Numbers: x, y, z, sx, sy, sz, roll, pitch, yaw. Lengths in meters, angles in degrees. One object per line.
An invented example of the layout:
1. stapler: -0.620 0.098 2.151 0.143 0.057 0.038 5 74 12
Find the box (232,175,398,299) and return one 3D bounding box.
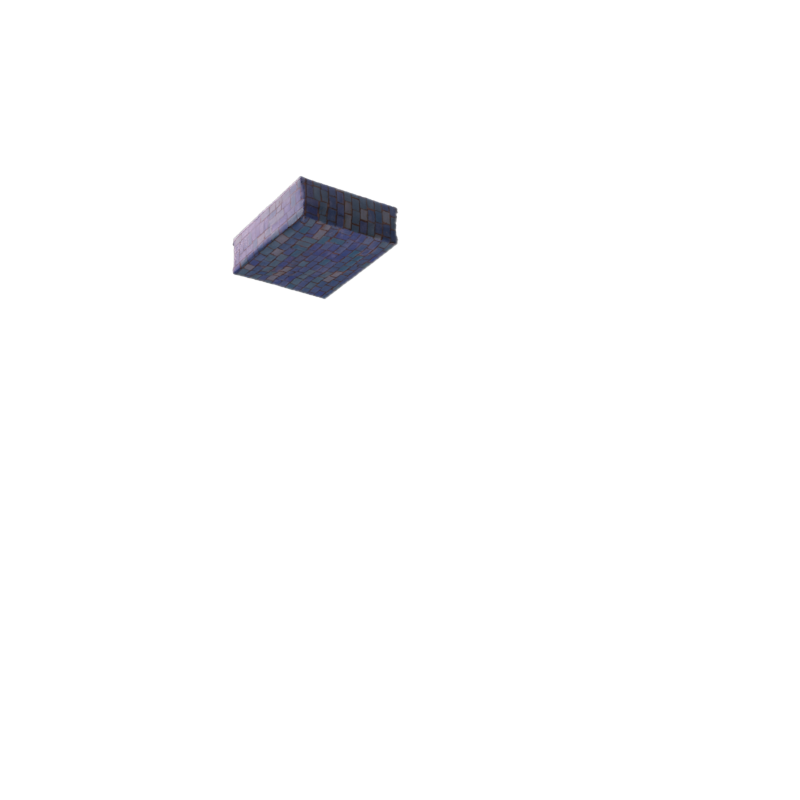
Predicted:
1. box: -0.069 -0.126 0.879 0.086 0.041 0.113 14 -26 -31
